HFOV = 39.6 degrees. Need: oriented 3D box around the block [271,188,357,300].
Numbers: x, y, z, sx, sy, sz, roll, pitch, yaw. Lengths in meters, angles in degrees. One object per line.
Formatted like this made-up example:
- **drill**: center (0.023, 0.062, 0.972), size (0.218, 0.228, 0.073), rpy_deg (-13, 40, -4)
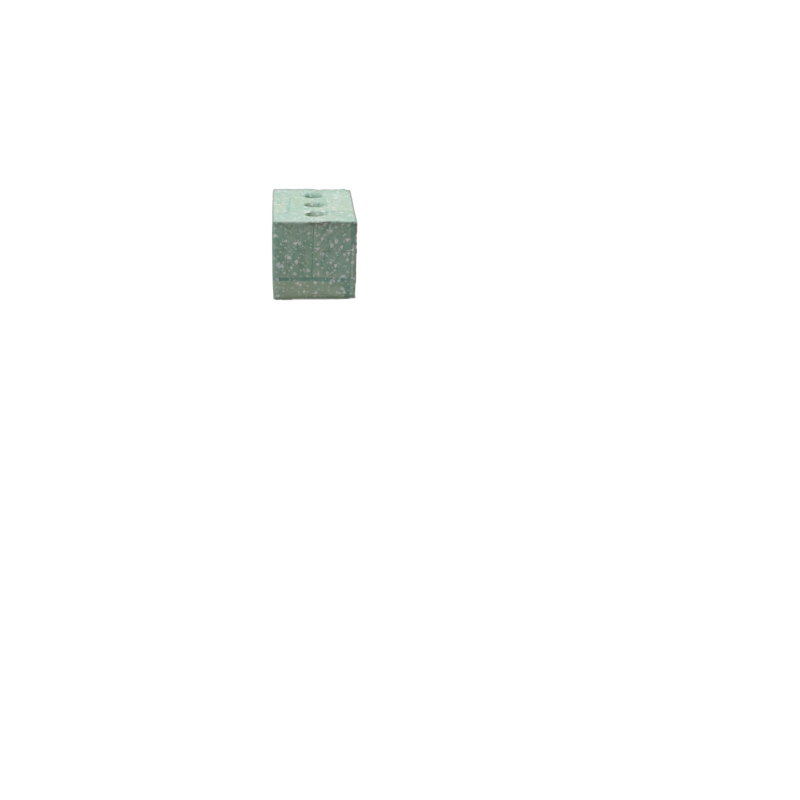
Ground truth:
- **block**: center (-0.055, -0.100, 0.703), size (0.052, 0.049, 0.082), rpy_deg (-1, 23, -5)
